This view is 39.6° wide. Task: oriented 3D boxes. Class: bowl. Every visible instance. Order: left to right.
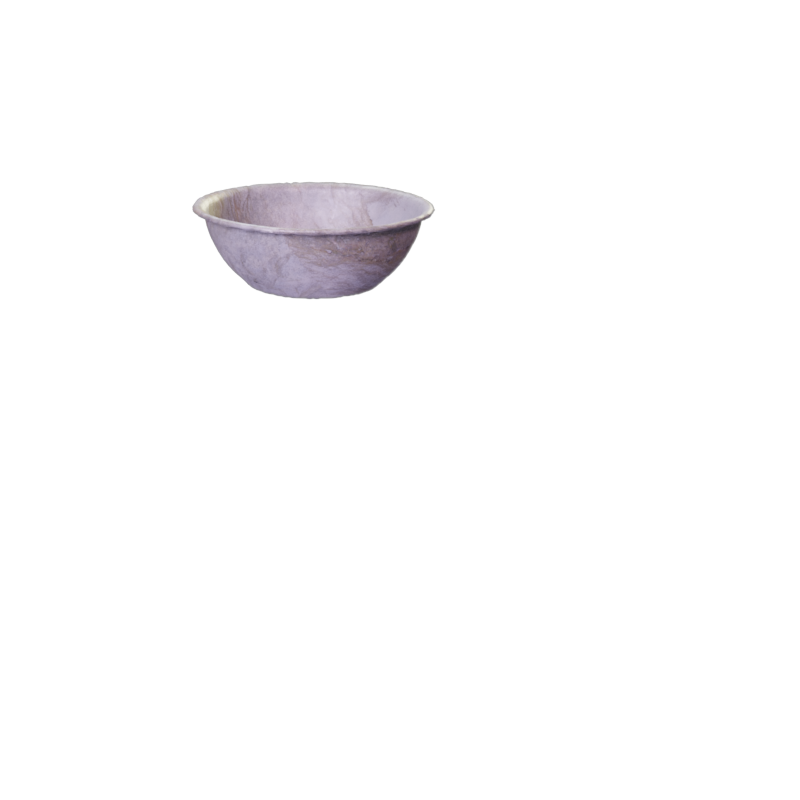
[{"bbox_3d":[-0.059,-0.107,0.749,0.162,0.053,0.169,-1,20,-2],"label":"bowl"}]
